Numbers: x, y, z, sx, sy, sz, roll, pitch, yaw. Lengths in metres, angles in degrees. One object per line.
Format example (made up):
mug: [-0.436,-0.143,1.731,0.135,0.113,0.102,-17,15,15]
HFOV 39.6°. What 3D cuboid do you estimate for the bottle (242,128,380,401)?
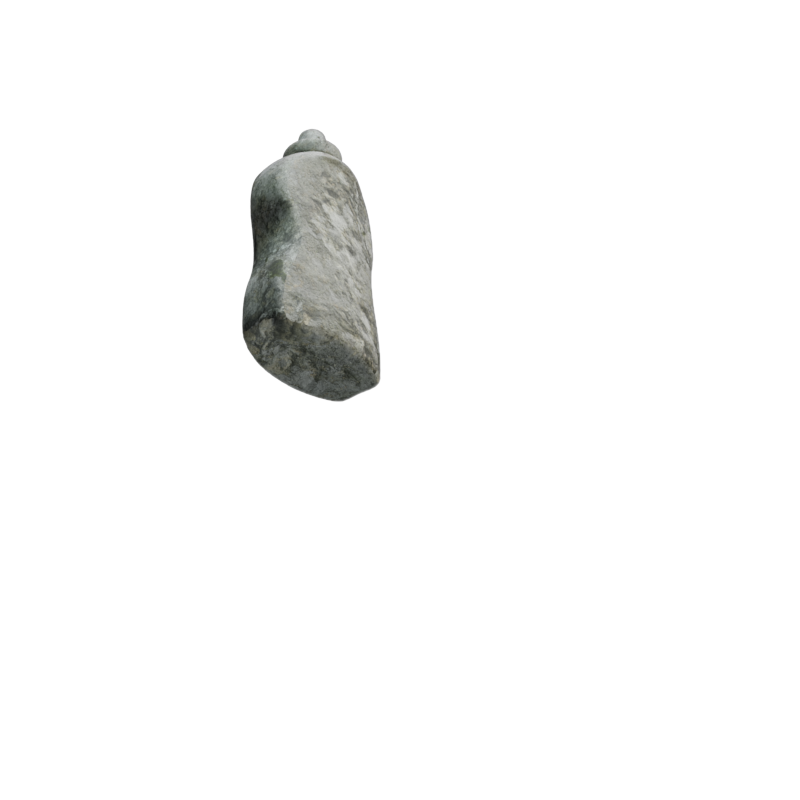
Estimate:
bottle: [-0.056,-0.101,0.710,0.058,0.205,0.090,-29,-44,31]
